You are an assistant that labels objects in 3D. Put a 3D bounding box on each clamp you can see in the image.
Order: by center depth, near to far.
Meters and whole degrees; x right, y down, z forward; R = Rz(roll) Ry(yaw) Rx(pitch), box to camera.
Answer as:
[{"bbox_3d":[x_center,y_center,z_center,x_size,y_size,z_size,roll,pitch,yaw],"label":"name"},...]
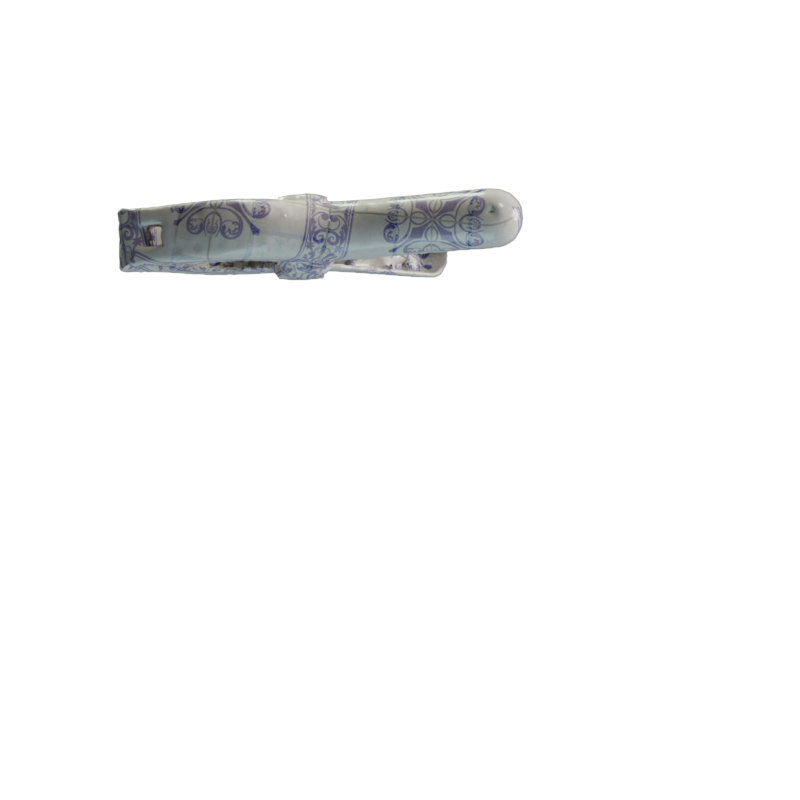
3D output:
[{"bbox_3d":[-0.040,-0.072,0.508,0.171,0.040,0.117,0,-8,-3],"label":"clamp"}]
